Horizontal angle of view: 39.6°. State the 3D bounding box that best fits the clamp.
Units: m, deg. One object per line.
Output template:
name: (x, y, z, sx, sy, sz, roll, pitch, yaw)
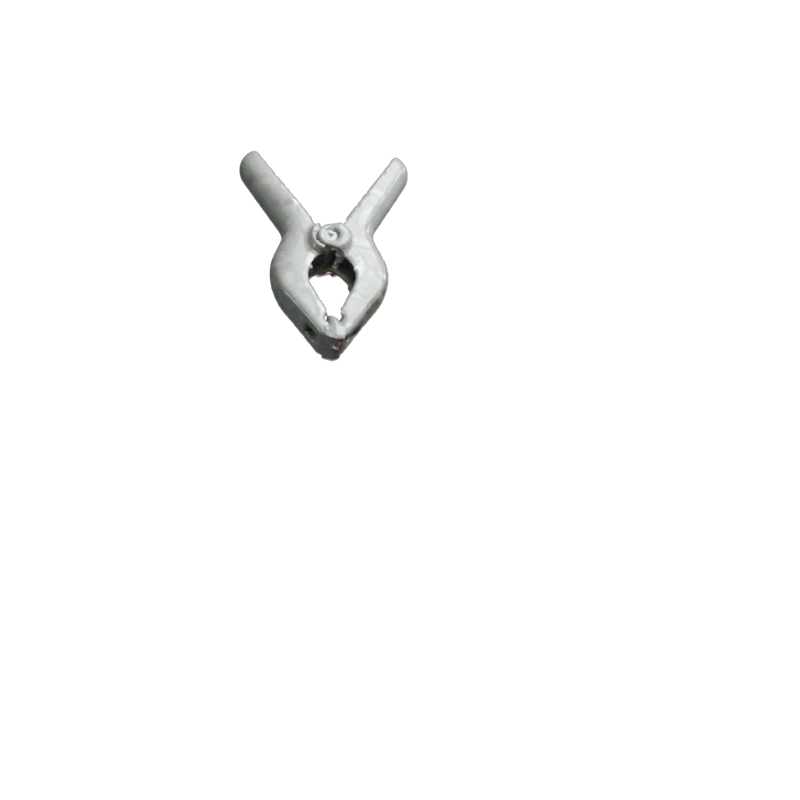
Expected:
clamp: (-0.059, -0.108, 0.757, 0.121, 0.183, 0.037, 4, -38, 3)
